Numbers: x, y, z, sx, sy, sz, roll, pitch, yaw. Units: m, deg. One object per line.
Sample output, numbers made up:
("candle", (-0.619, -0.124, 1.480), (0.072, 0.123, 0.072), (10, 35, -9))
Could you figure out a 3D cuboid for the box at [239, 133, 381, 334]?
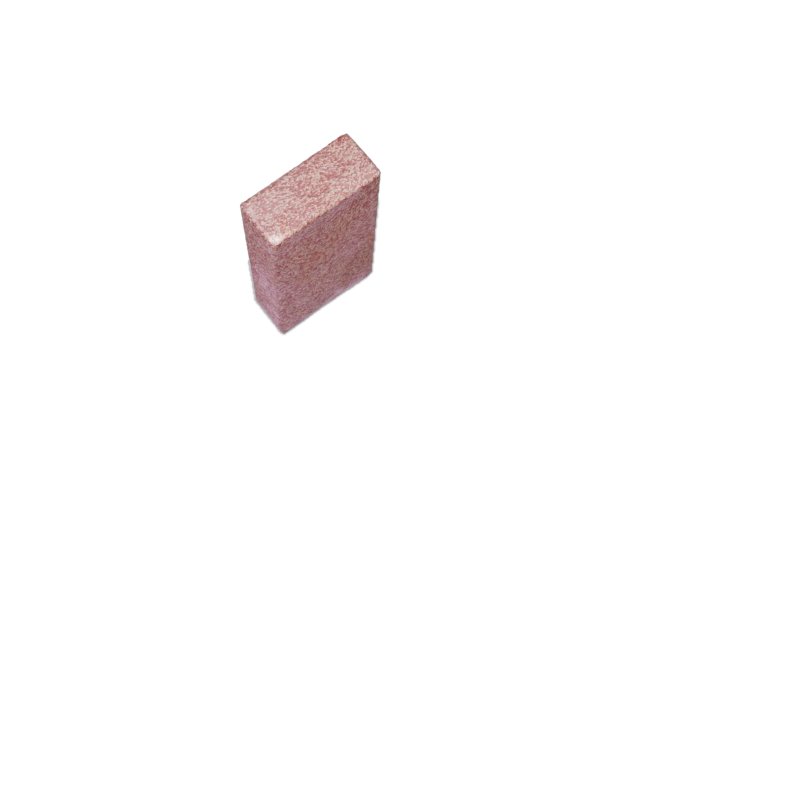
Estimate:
("box", (-0.063, -0.115, 0.811), (0.094, 0.050, 0.169), (-37, -9, -12))
